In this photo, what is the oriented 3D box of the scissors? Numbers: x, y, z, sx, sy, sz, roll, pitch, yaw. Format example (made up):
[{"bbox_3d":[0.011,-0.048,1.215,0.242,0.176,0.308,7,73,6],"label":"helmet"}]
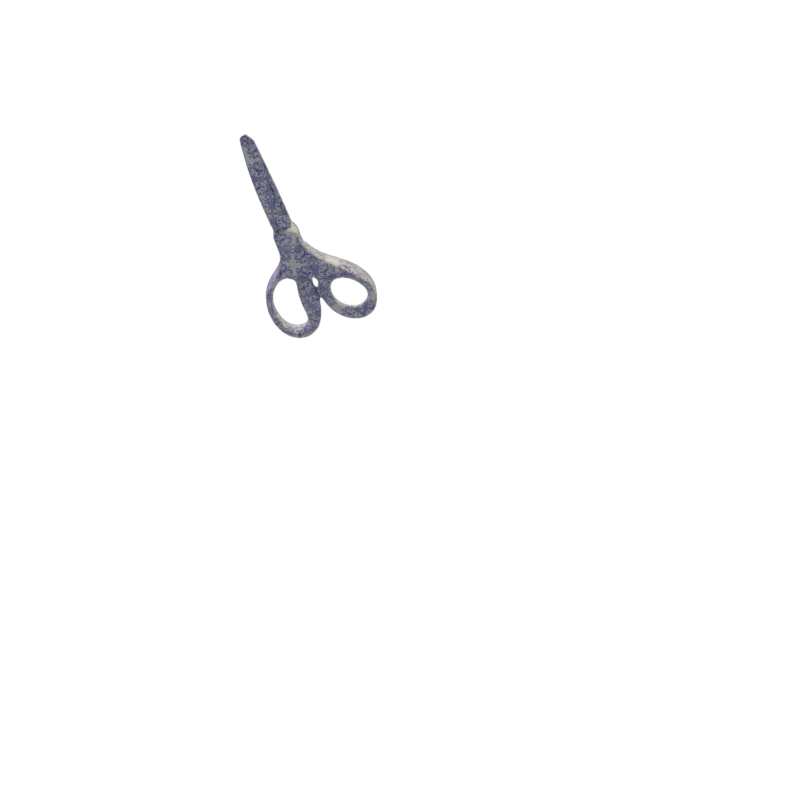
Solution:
[{"bbox_3d":[-0.065,-0.118,0.825,0.096,0.017,0.188,1,-42,-1],"label":"scissors"}]
